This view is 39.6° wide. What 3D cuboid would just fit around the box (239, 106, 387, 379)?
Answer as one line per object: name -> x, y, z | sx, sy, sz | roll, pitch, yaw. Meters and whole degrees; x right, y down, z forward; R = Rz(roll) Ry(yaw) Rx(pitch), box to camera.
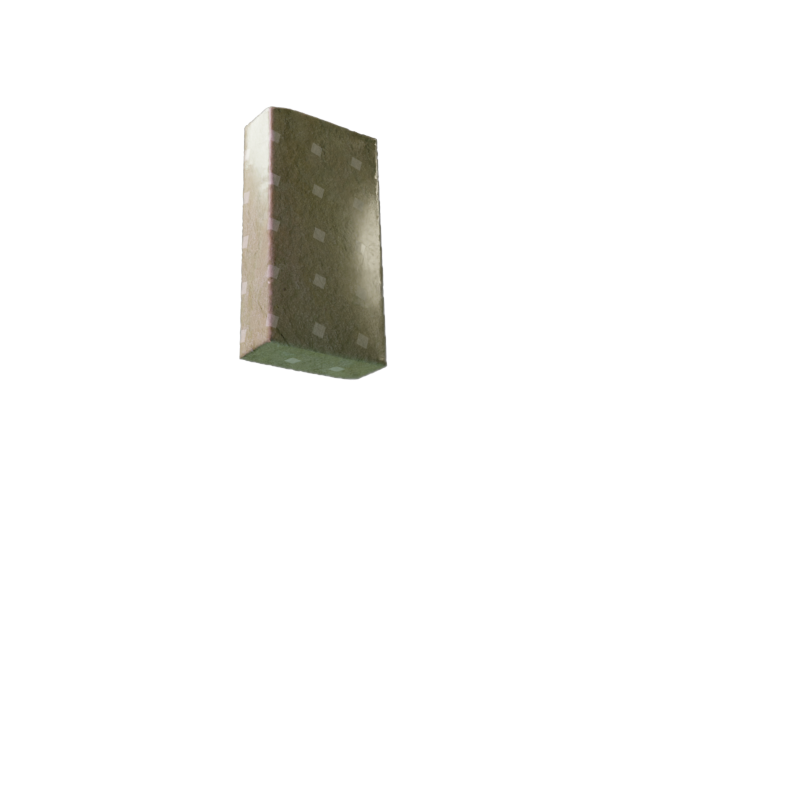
box -> -0.059, -0.107, 0.751 | 0.089, 0.186, 0.048 | 13, -27, -31
